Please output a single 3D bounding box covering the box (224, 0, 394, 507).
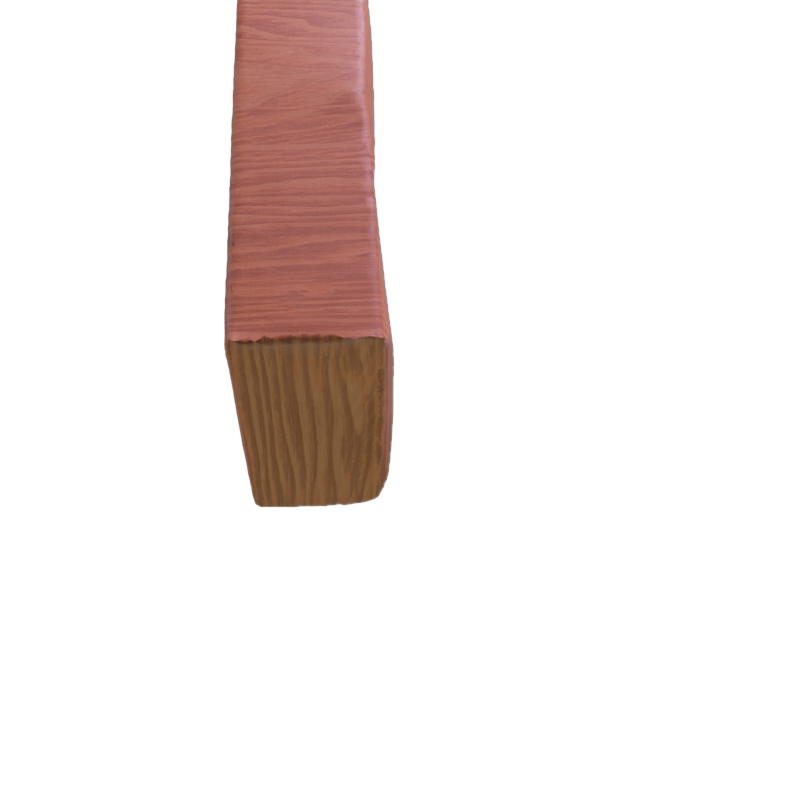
[{"bbox_3d":[-0.043,-0.078,0.548,0.072,0.228,0.153,-1,-32,-2],"label":"box"}]
